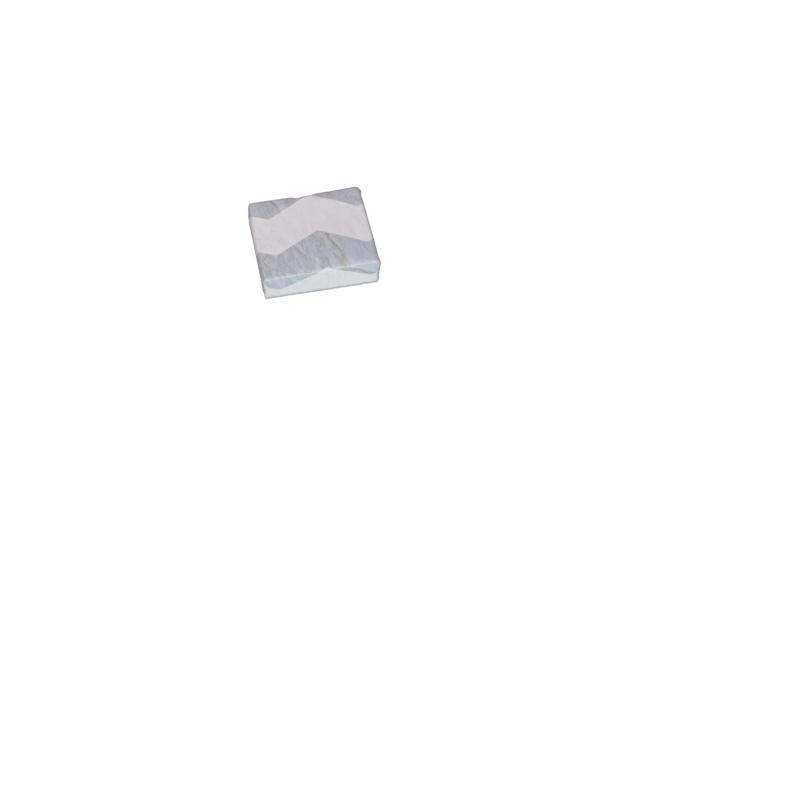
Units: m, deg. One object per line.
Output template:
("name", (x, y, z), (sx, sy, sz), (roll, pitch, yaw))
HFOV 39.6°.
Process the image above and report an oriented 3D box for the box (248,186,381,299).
("box", (-0.065, -0.119, 0.834), (0.089, 0.079, 0.028), (-10, -33, -7))
